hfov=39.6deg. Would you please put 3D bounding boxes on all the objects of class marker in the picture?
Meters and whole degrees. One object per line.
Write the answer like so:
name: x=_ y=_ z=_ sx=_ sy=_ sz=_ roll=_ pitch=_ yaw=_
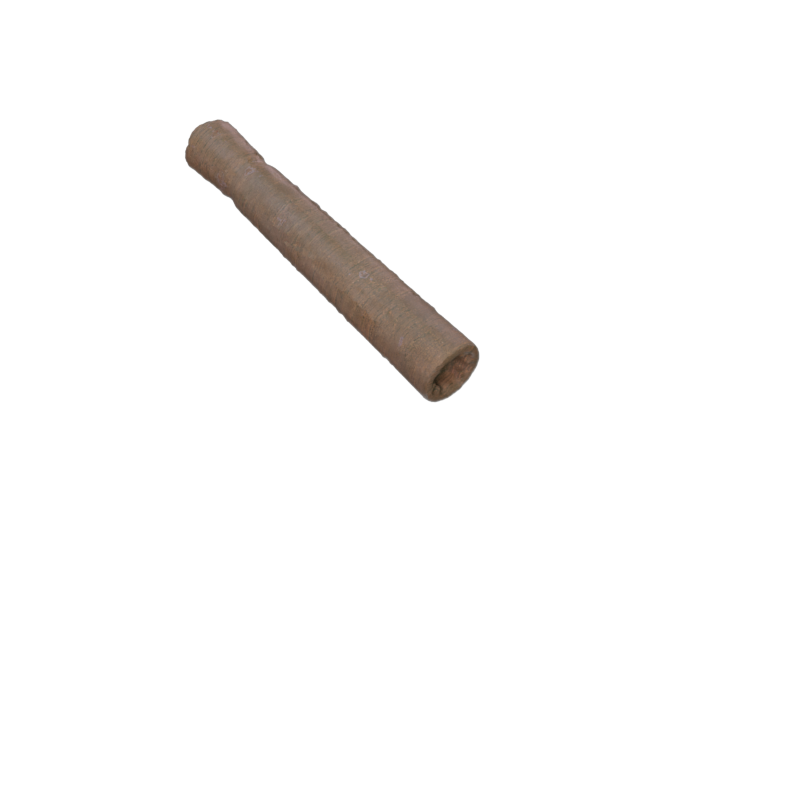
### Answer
marker: x=-0.025 y=-0.045 z=0.317 sx=0.019 sy=0.019 sz=0.130 roll=-3 pitch=39 yaw=-46
